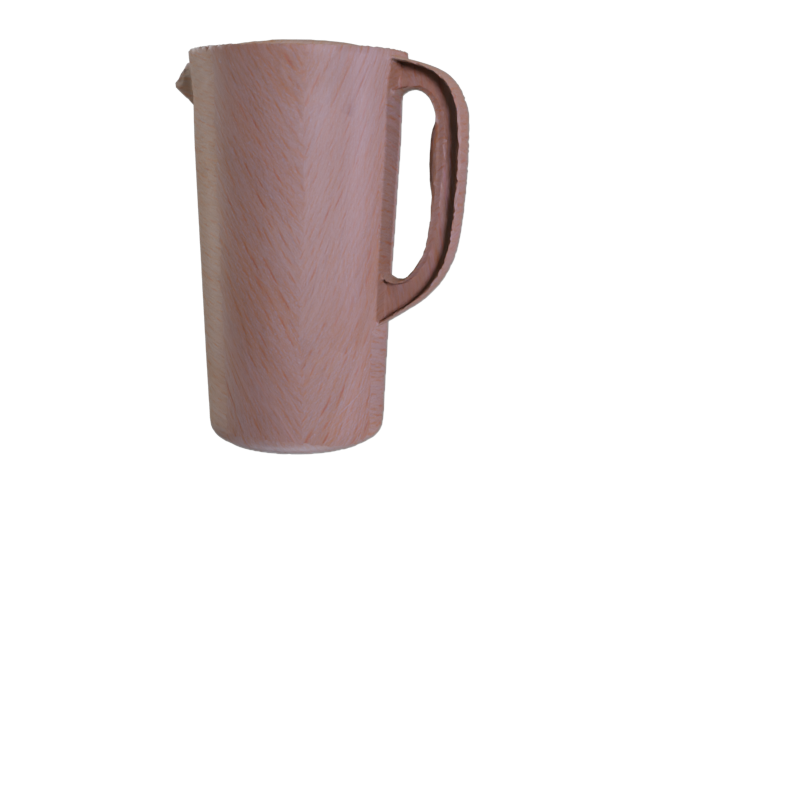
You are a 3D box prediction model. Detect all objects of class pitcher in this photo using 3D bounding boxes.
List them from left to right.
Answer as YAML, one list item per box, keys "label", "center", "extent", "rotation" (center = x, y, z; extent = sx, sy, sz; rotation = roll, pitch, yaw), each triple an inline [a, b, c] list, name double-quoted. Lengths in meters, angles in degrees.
- label: "pitcher"
  center: [-0.053, -0.096, 0.674]
  extent: [0.141, 0.239, 0.156]
  rotation: [-3, 8, -24]
